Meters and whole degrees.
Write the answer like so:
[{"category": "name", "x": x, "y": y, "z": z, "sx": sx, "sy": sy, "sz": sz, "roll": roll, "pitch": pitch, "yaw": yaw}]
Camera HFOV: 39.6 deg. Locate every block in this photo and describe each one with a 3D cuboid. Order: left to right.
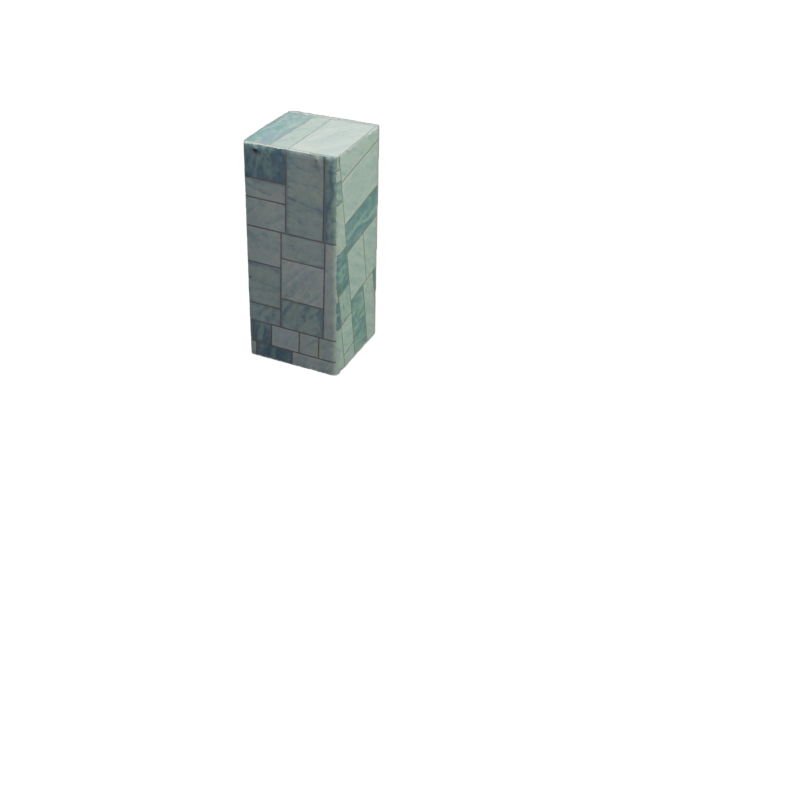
[{"category": "block", "x": -0.077, "y": -0.139, "z": 0.978, "sx": 0.094, "sy": 0.195, "sz": 0.092, "roll": 14, "pitch": 31, "yaw": 21}]
